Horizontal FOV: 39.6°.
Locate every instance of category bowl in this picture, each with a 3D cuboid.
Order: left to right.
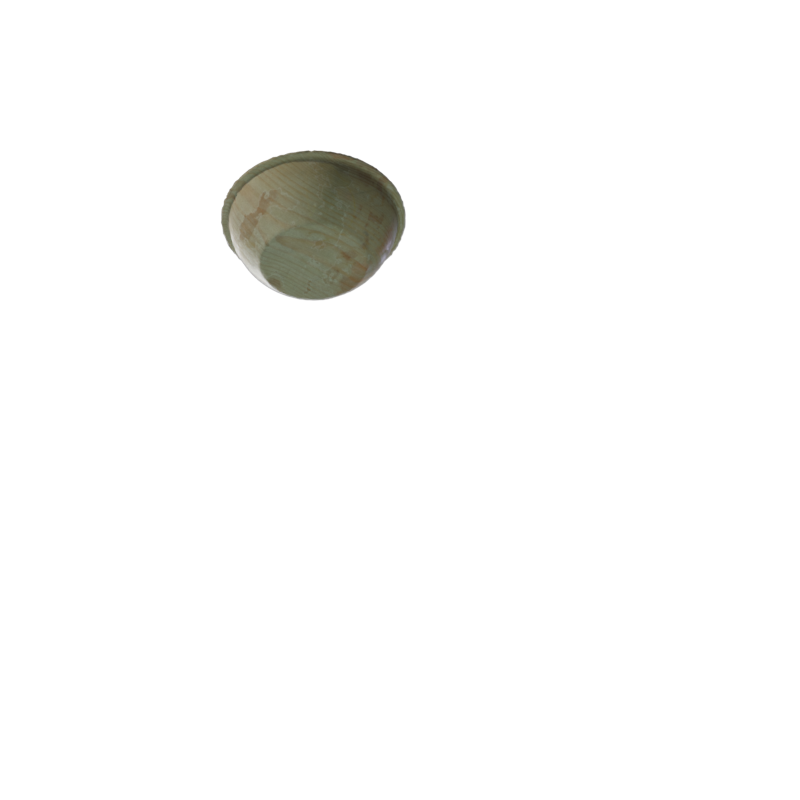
[{"bbox_3d":[-0.074,-0.136,0.951,0.162,0.059,0.151,1,-42,-1],"label":"bowl"}]
